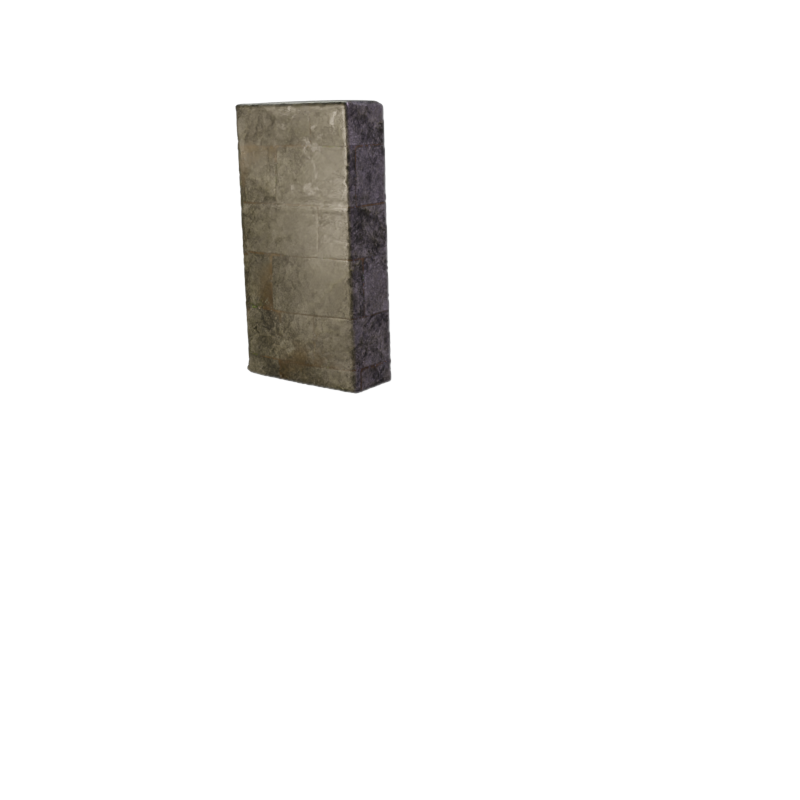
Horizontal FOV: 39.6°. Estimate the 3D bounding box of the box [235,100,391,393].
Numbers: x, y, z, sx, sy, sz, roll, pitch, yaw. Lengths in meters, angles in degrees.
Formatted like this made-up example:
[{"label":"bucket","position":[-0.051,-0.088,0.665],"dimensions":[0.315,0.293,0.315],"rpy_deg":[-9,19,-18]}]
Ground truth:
[{"label":"box","position":[-0.054,-0.100,0.697],"dimensions":[0.098,0.173,0.047],"rpy_deg":[7,9,37]}]
